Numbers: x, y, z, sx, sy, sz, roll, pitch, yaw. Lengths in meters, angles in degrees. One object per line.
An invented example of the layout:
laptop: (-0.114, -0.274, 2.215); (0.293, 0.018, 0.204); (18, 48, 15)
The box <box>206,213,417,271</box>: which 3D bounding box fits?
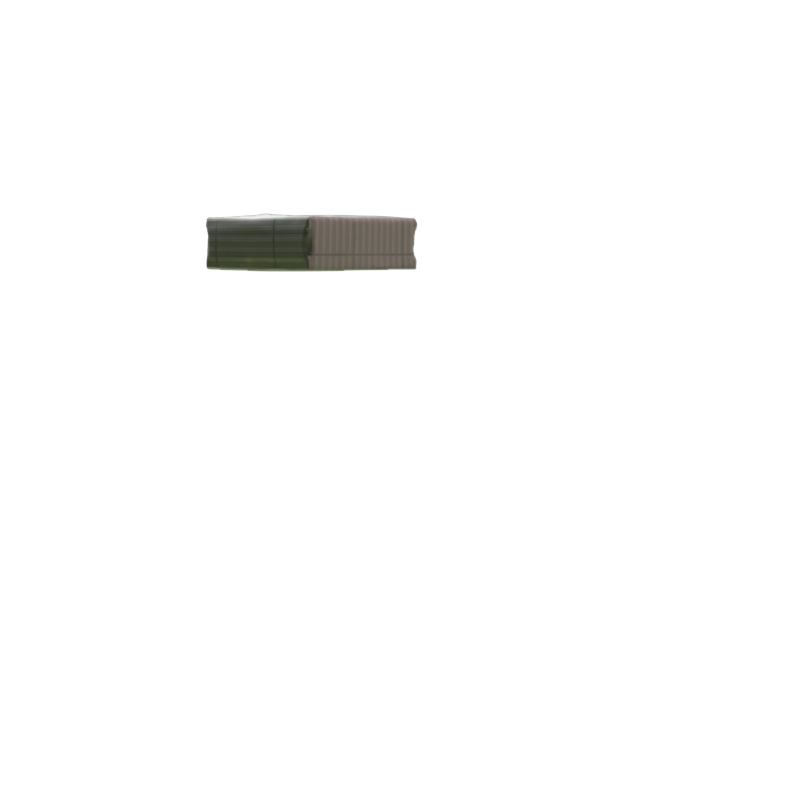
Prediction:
box: (-0.045, -0.083, 0.581); (0.076, 0.030, 0.086); (6, 10, 39)
